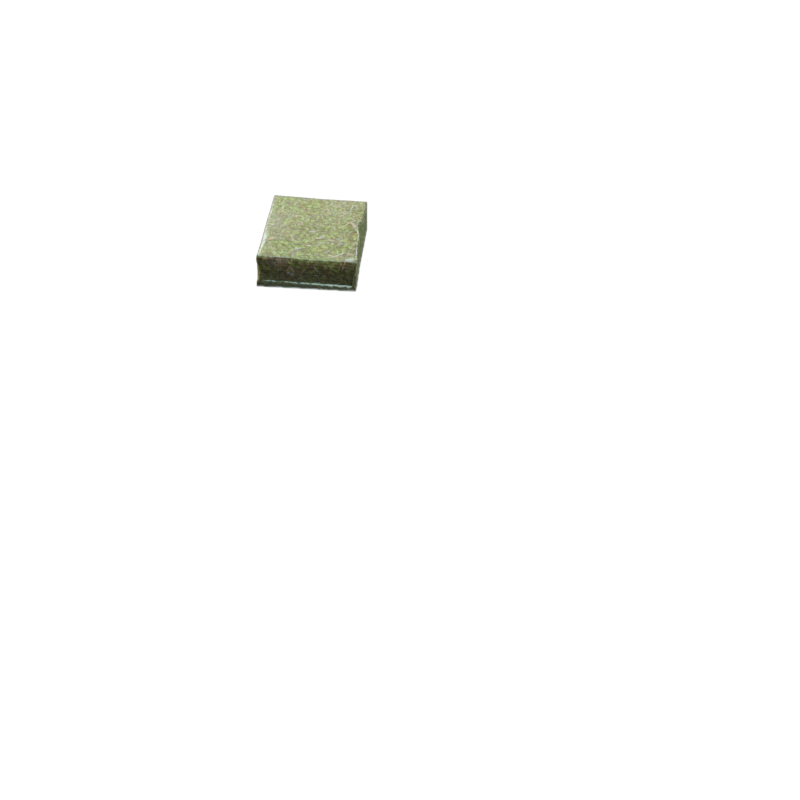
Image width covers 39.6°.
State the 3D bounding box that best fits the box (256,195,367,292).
[{"bbox_3d":[-0.064,-0.117,0.822,0.074,0.028,0.095,4,38,4],"label":"box"}]
